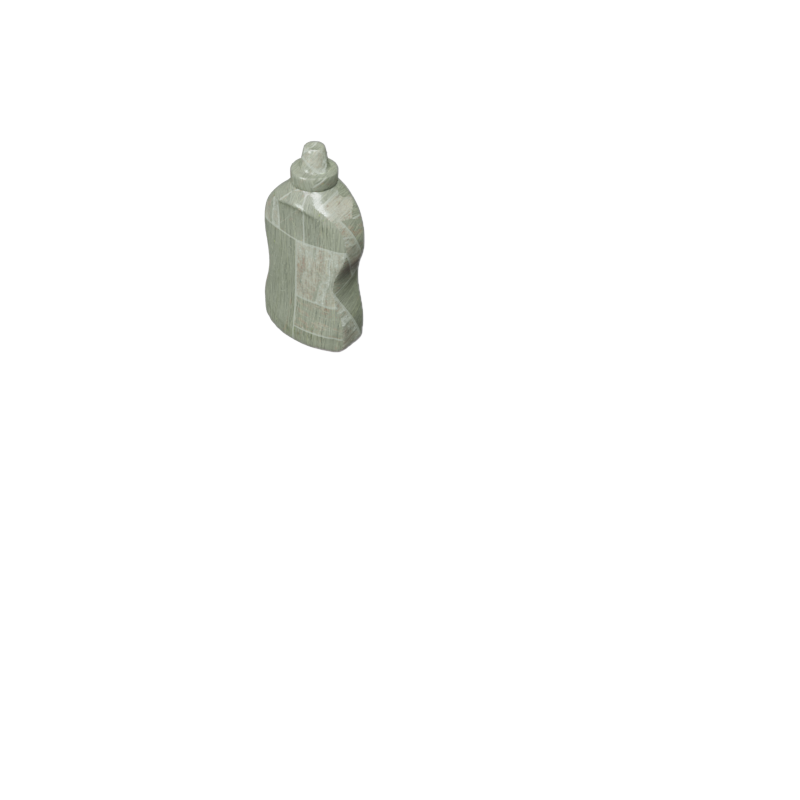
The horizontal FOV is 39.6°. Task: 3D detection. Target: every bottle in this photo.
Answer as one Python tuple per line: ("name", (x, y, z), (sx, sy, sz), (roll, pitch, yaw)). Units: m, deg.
("bottle", (-0.076, -0.139, 0.969), (0.102, 0.179, 0.059), (30, 45, 31))
